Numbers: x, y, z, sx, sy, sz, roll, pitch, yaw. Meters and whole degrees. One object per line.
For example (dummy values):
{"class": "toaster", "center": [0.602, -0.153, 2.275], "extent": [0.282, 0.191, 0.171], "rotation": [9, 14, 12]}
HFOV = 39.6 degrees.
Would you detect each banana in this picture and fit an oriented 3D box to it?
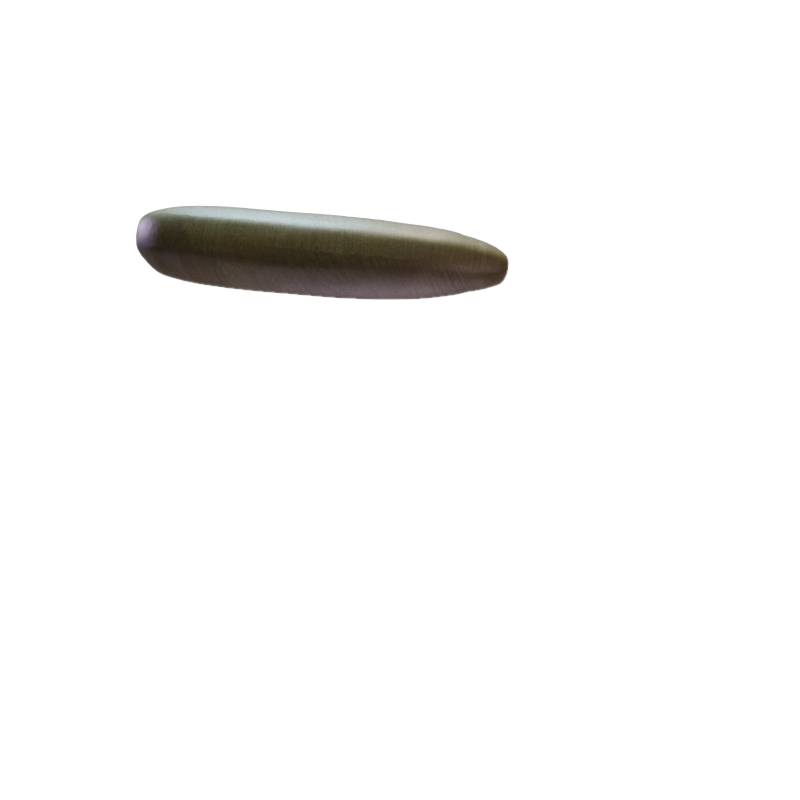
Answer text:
{"class": "banana", "center": [-0.053, -0.071, 0.514], "extent": [0.206, 0.036, 0.069], "rotation": [10, 18, 28]}
